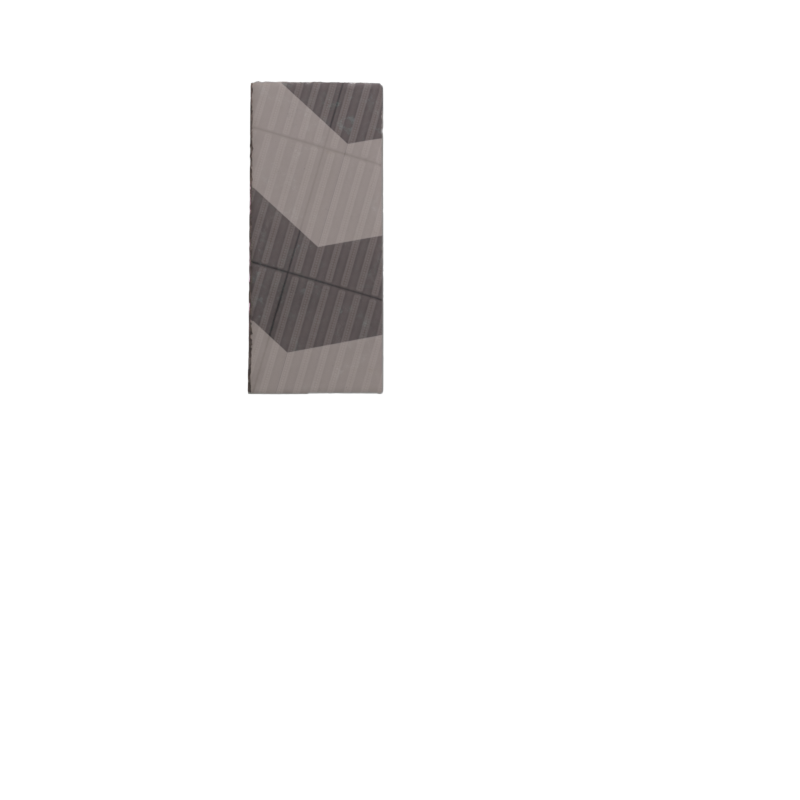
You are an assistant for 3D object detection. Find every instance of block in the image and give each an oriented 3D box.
[{"bbox_3d":[-0.060,-0.110,0.769,0.090,0.209,0.090,0,-4,-5],"label":"block"}]
